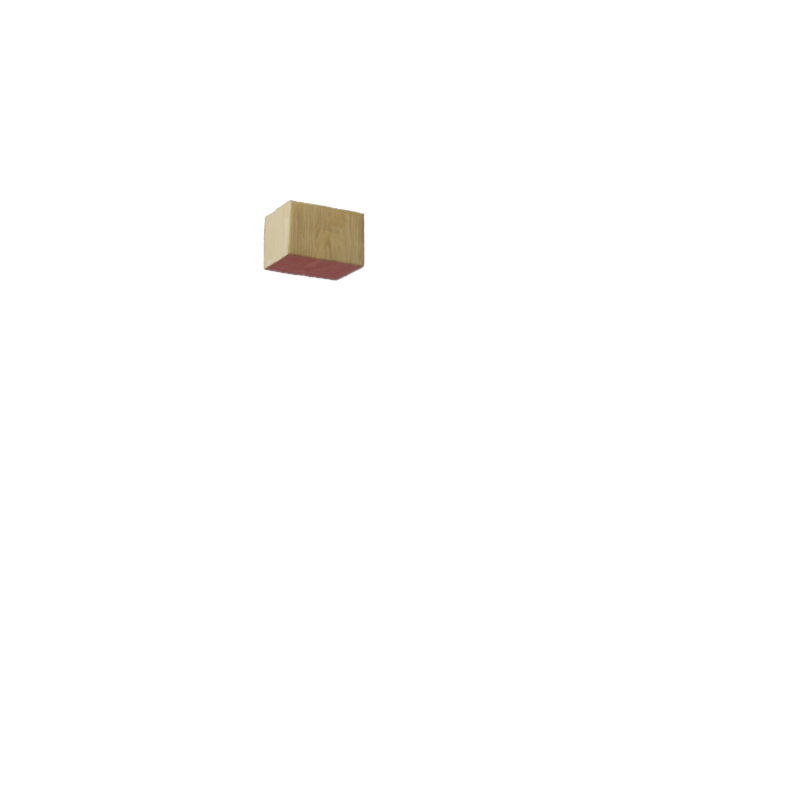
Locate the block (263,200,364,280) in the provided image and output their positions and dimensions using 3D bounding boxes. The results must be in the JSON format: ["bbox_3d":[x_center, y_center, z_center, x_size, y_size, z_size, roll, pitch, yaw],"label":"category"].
[{"bbox_3d":[-0.078,-0.141,0.990,0.075,0.053,0.053,7,-16,-29],"label":"block"}]
